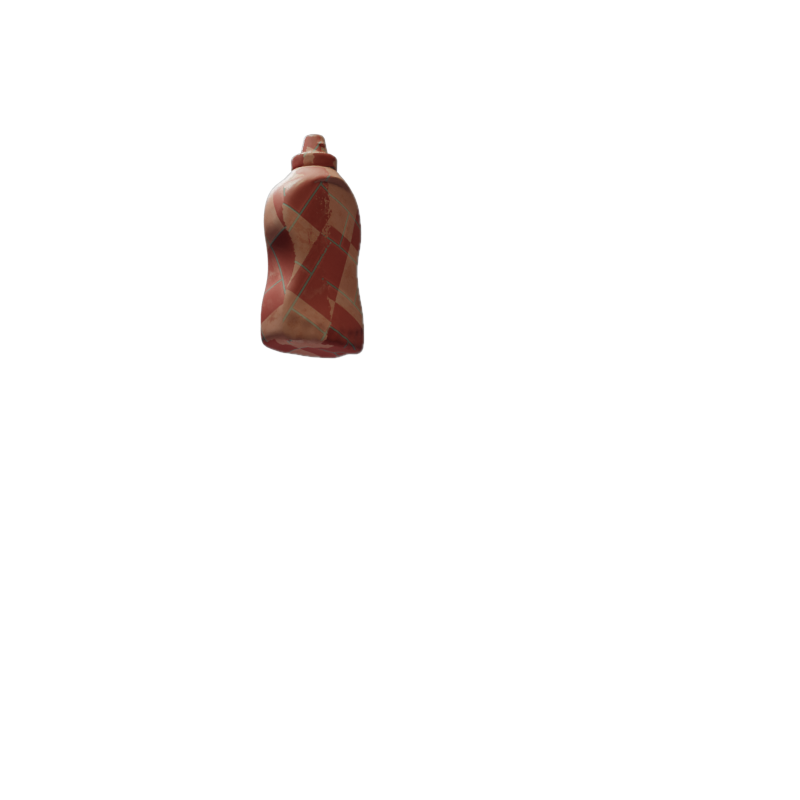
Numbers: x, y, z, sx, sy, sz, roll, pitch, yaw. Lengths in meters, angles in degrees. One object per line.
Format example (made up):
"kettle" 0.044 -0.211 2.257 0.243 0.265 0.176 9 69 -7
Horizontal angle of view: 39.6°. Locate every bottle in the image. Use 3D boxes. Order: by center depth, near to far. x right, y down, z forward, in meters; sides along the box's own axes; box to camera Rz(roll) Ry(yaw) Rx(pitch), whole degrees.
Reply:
"bottle" -0.074 -0.136 0.954 0.091 0.199 0.059 12 -19 -42
